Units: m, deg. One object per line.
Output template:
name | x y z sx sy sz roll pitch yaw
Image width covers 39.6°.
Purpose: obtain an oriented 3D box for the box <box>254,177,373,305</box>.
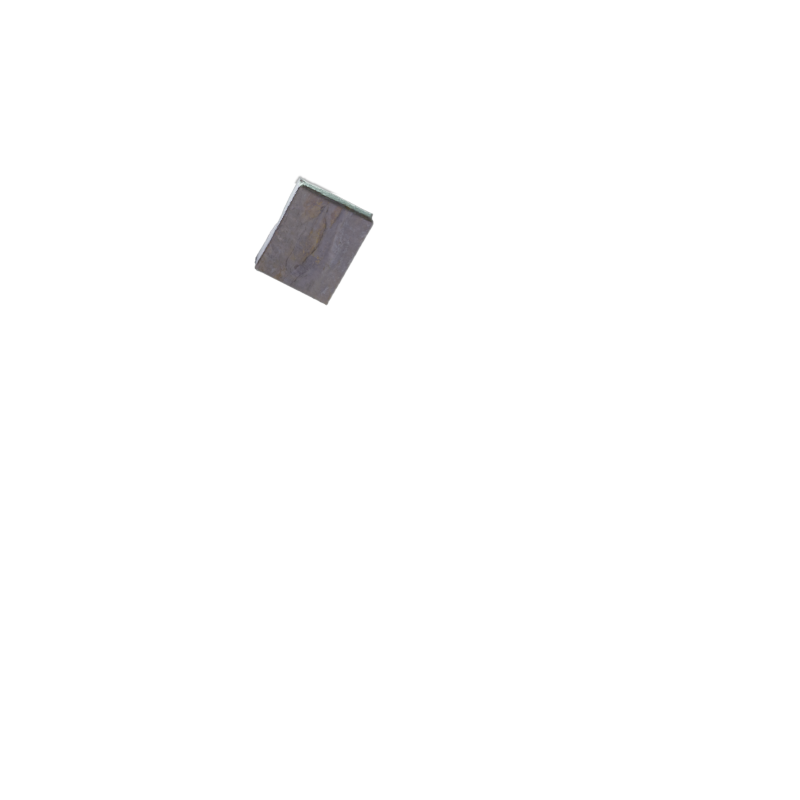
box | -0.076 -0.138 0.966 0.071 0.087 0.032 27 19 -11
